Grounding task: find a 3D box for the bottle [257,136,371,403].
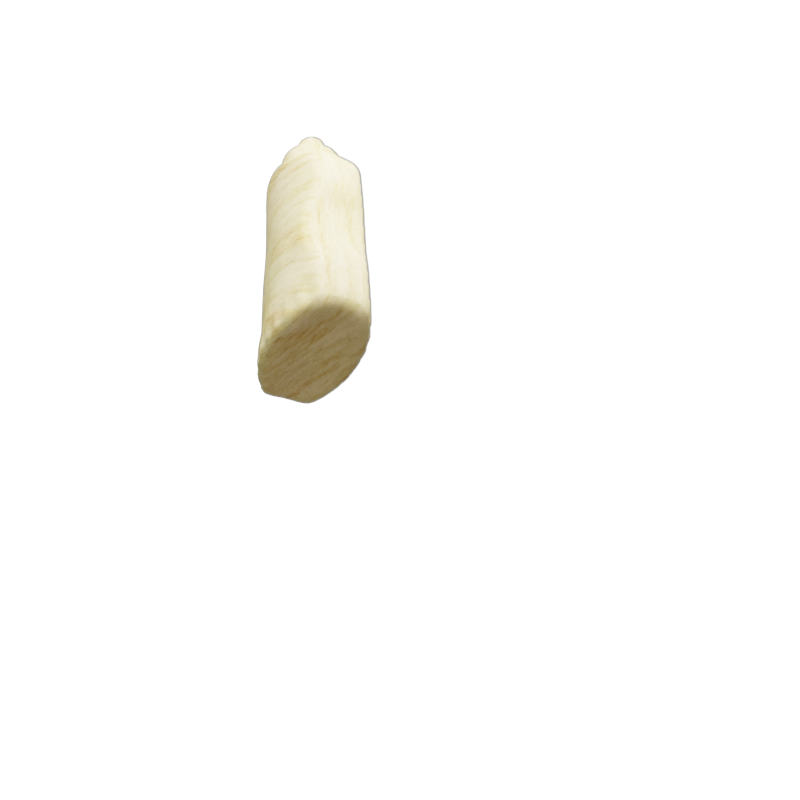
[{"bbox_3d":[-0.055,-0.100,0.700,0.057,0.206,0.092,14,-45,-18],"label":"bottle"}]
